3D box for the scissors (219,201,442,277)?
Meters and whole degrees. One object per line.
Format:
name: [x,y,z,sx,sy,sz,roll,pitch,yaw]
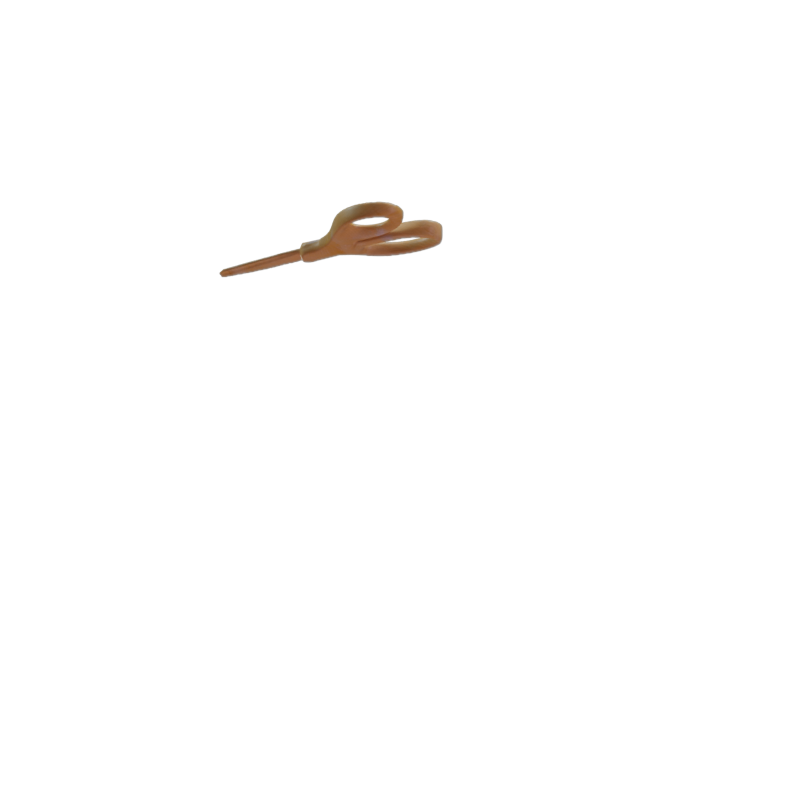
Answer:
scissors: [-0.069,-0.125,0.876,0.205,0.016,0.090,-5,-16,17]
